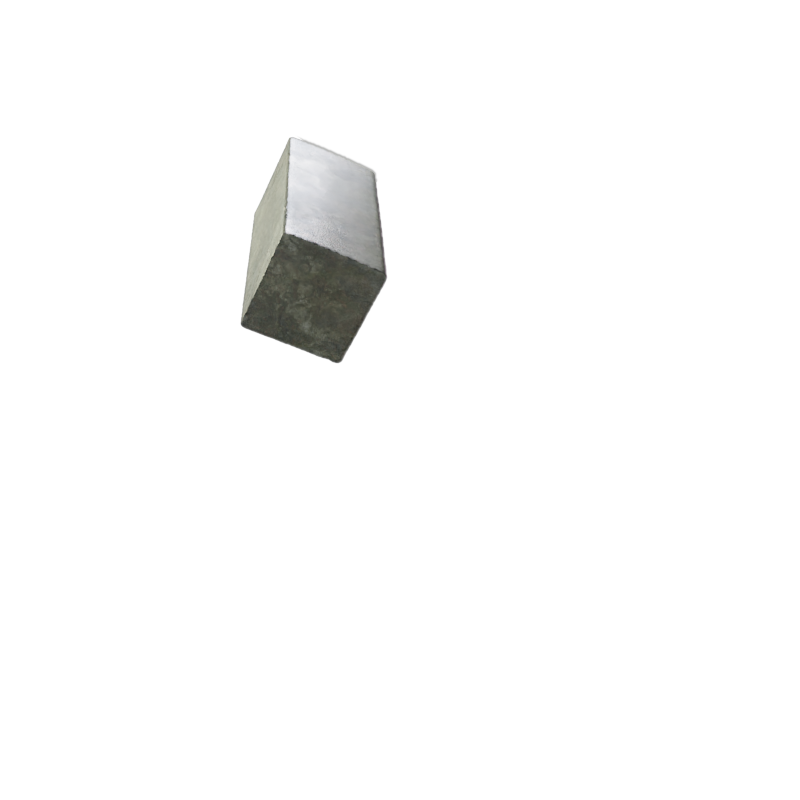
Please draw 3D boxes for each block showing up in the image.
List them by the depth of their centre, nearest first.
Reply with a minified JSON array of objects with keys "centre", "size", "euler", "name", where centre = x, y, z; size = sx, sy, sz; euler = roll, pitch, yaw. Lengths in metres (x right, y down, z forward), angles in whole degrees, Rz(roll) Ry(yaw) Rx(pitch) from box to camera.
[{"centre":[-0.073,-0.135,0.945],"size":[0.088,0.088,0.219],"euler":[21,28,-16],"name":"block"}]
